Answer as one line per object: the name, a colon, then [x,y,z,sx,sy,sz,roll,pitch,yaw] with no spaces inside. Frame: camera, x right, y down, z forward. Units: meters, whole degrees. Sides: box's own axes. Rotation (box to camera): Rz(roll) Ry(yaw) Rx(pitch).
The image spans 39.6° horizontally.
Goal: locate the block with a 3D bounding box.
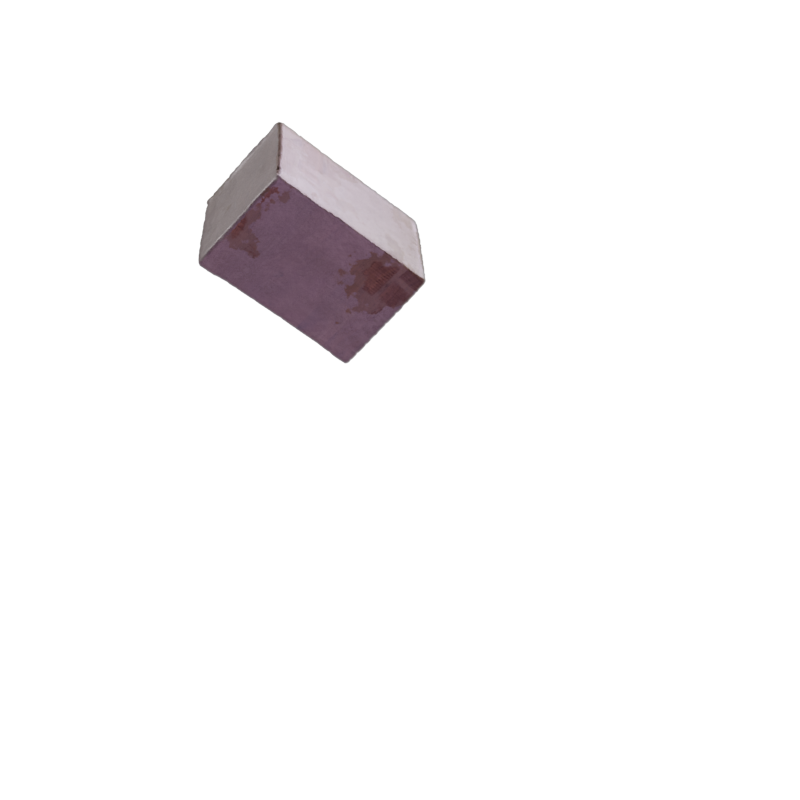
block: [-0.036,-0.065,0.456,0.074,0.052,0.055,35,26,-22]
